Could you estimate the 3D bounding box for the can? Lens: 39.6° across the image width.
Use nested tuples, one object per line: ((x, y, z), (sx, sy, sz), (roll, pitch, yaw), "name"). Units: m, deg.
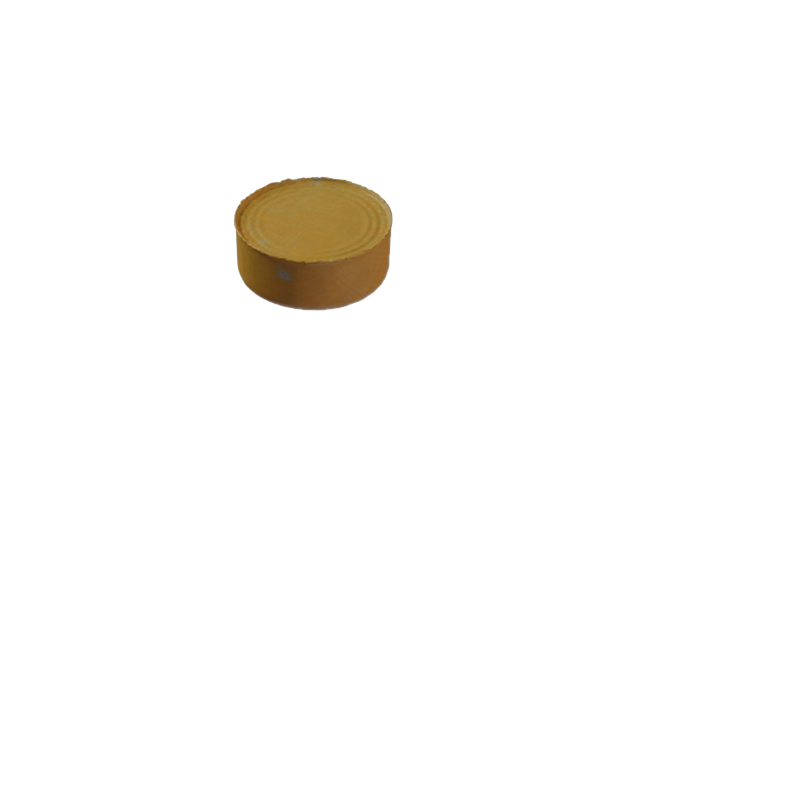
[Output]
((-0.047, -0.087, 0.606), (0.086, 0.031, 0.092), (-1, 39, -2), "can")
